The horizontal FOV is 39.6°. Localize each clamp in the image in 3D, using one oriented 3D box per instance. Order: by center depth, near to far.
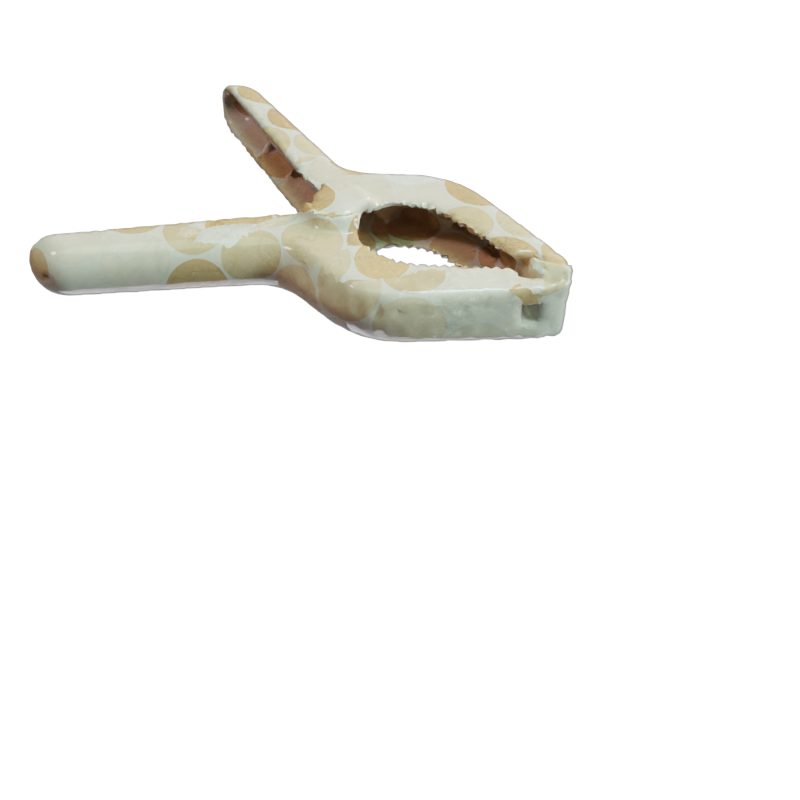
[{"bbox_3d":[-0.036,-0.066,0.465,0.220,0.034,0.168,23,47,24],"label":"clamp"}]
